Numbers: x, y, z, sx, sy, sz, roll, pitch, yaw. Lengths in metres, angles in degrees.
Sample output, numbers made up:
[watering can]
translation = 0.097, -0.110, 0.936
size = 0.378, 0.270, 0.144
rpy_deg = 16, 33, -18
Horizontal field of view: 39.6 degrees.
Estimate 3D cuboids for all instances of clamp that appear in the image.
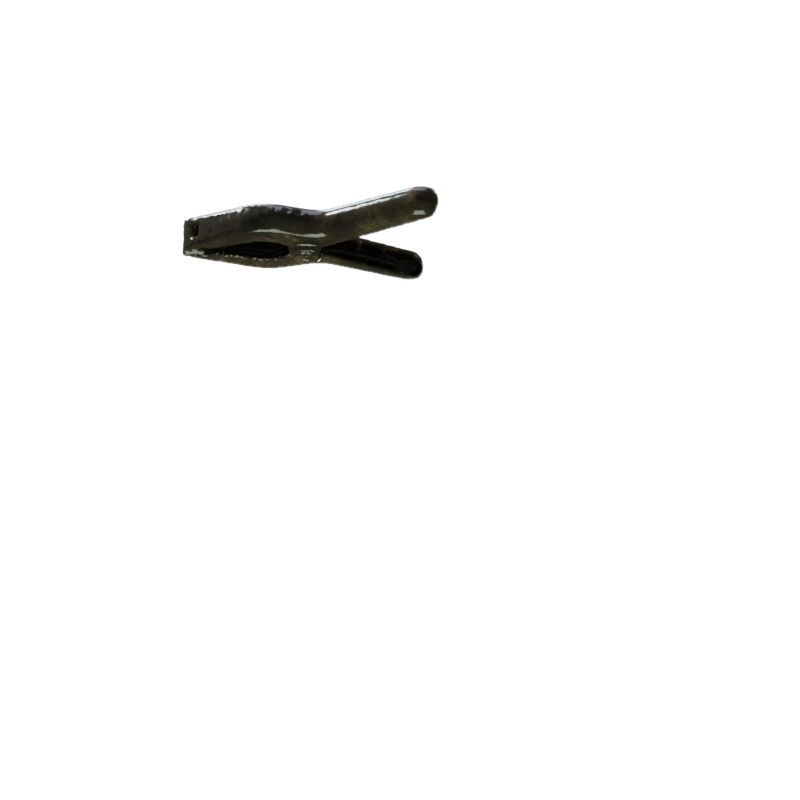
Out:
[clamp]
translation = -0.072, -0.131, 0.916
size = 0.212, 0.038, 0.156
rpy_deg = -2, -15, 6
